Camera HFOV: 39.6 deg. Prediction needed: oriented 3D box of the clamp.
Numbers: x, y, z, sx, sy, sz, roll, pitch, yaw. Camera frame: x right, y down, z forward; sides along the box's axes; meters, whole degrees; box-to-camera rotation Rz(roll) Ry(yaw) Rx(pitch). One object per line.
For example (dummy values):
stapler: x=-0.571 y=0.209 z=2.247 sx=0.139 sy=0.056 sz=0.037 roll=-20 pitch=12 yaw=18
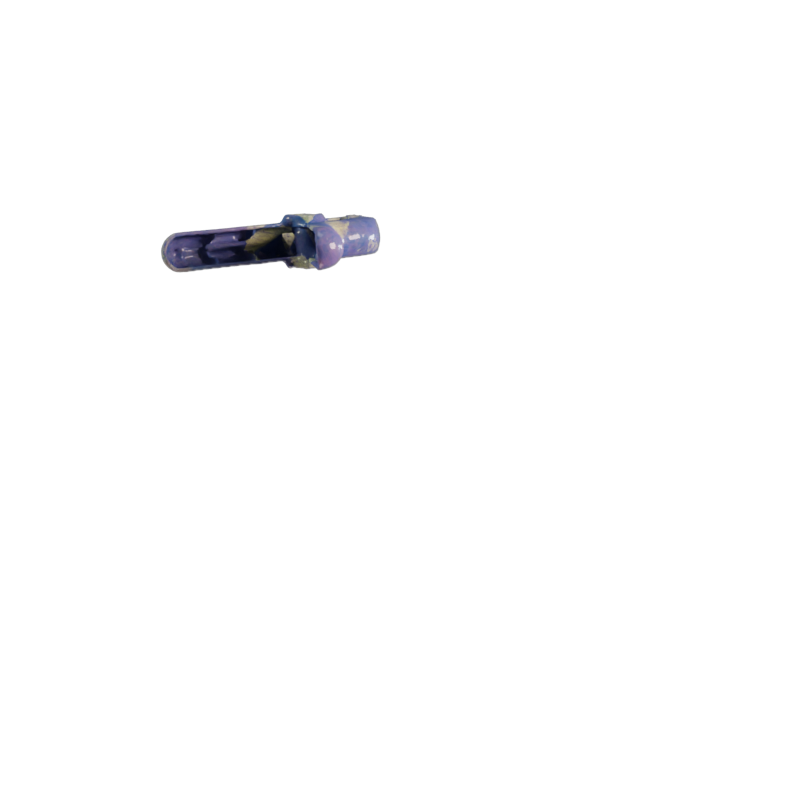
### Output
clamp: x=-0.056 y=-0.102 z=0.715 sx=0.126 sy=0.038 sz=0.169 roll=10 pitch=19 yaw=32
